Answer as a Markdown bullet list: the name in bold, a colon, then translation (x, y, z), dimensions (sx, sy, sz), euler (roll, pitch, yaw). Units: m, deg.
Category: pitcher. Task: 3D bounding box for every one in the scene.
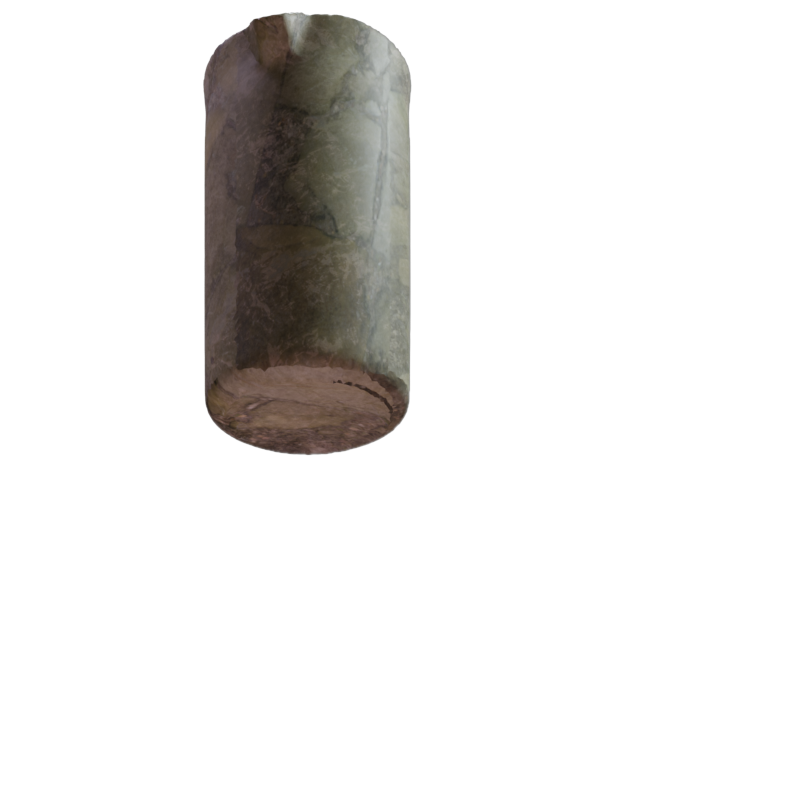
- **pitcher**: translation (-0.051, -0.094, 0.655), dimensions (0.142, 0.259, 0.142), euler (17, -37, -28)
